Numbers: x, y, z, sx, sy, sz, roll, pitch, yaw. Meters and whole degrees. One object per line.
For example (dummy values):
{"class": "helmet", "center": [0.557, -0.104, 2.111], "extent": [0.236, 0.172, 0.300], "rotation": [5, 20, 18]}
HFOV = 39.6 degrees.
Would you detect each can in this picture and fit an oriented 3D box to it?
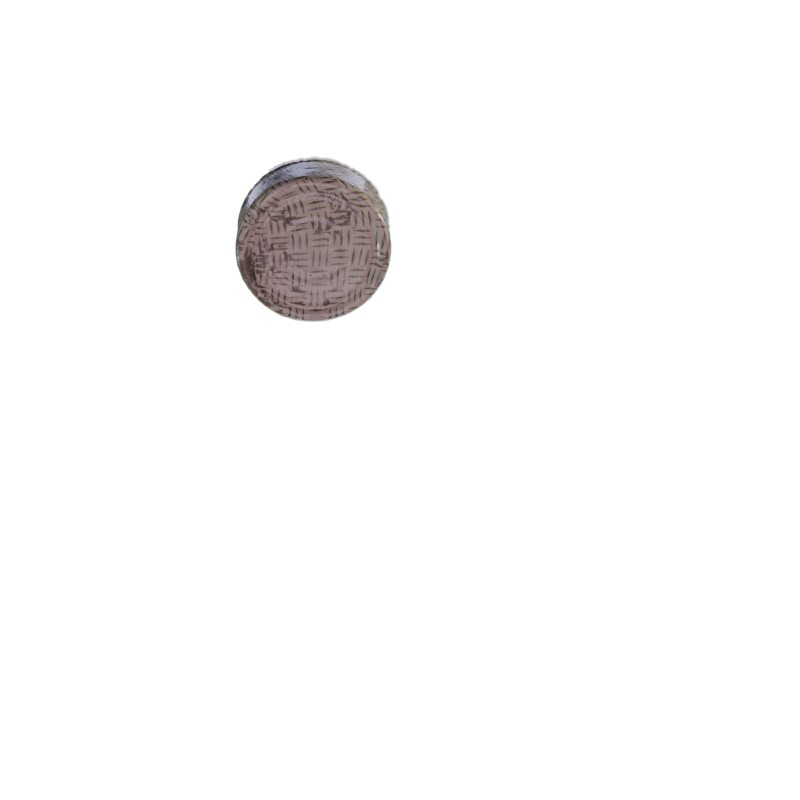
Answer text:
{"class": "can", "center": [-0.048, -0.087, 0.609], "extent": [0.086, 0.082, 0.035], "rotation": [1, 23, -1]}
